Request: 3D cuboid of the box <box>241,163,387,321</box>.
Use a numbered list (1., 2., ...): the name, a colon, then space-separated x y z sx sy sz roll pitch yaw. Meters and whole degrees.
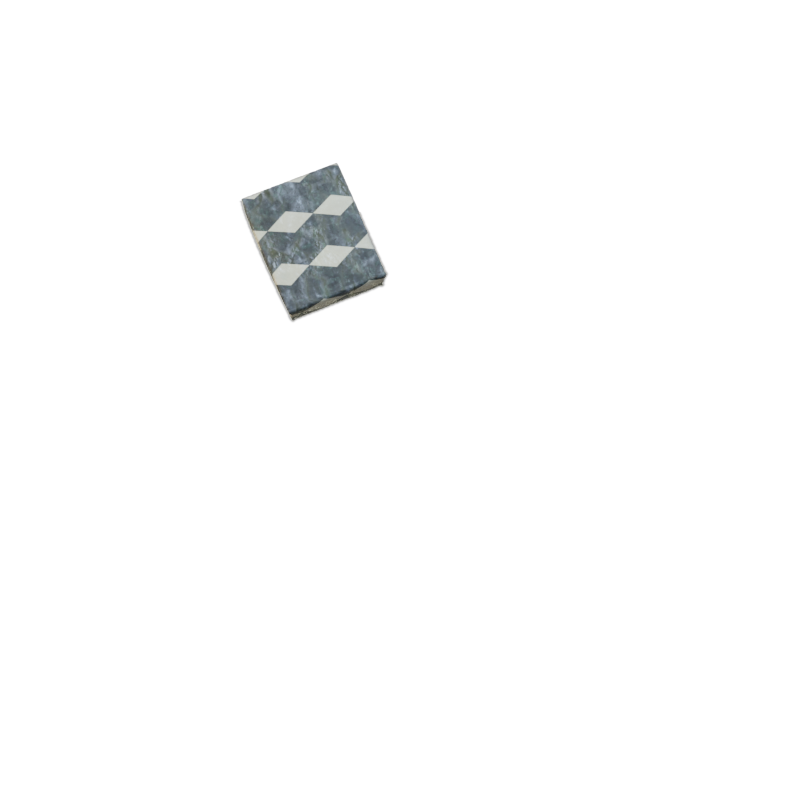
1. box: -0.074 -0.135 0.948 0.090 0.118 0.037 -22 -14 -6
